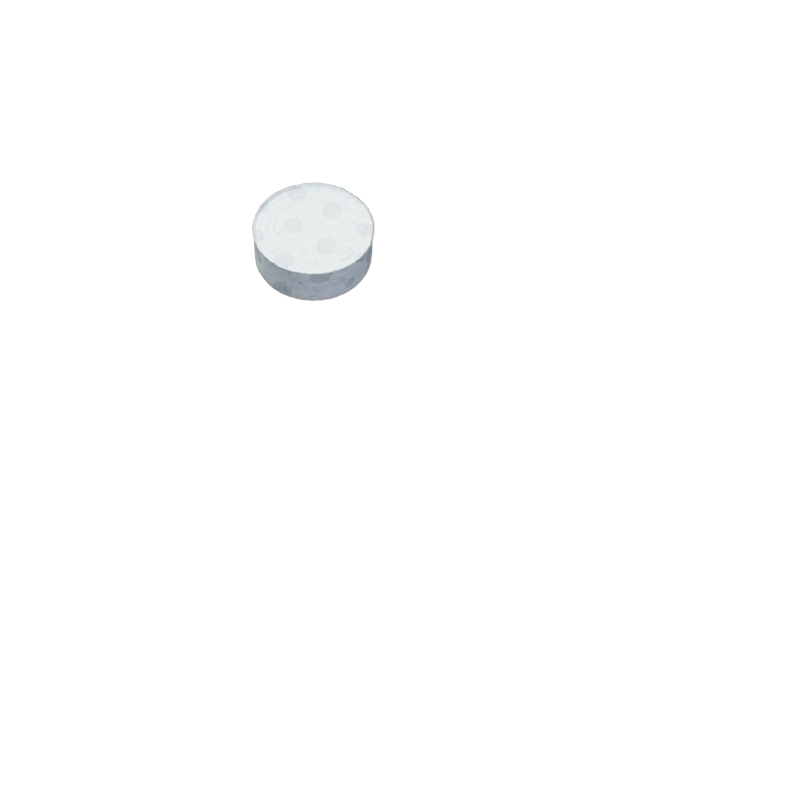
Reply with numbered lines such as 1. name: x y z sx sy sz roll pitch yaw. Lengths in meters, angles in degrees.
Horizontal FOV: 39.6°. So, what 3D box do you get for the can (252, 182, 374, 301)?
1. can: -0.062 -0.112 0.788 0.086 0.092 0.031 -1 -38 -1
